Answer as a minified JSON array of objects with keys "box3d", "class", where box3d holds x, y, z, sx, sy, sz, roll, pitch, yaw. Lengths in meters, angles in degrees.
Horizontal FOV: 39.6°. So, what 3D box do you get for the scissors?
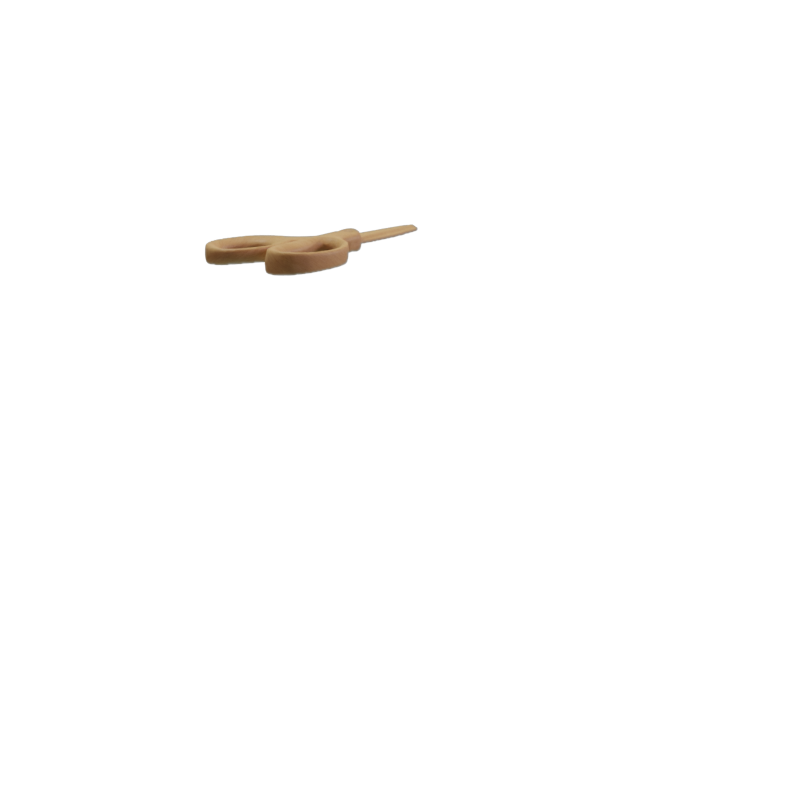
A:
[{"box3d":[-0.056,-0.102,0.716,0.098,0.015,0.203,3,15,13],"class":"scissors"}]
